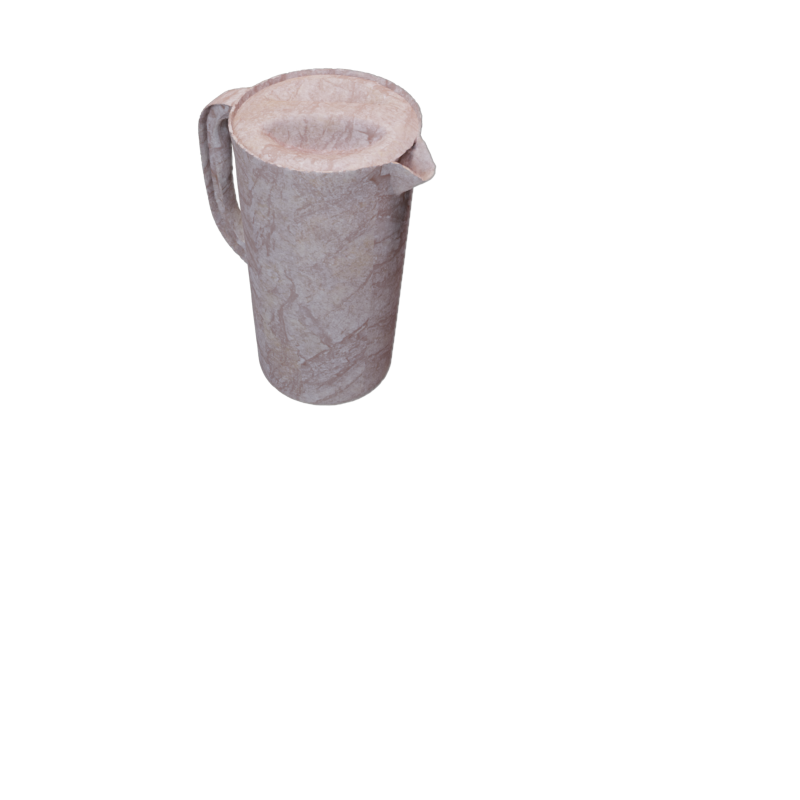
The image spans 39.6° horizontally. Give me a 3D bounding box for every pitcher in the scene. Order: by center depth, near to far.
[{"bbox_3d":[-0.065,-0.119,0.830,0.143,0.226,0.162,-9,44,-13],"label":"pitcher"}]
